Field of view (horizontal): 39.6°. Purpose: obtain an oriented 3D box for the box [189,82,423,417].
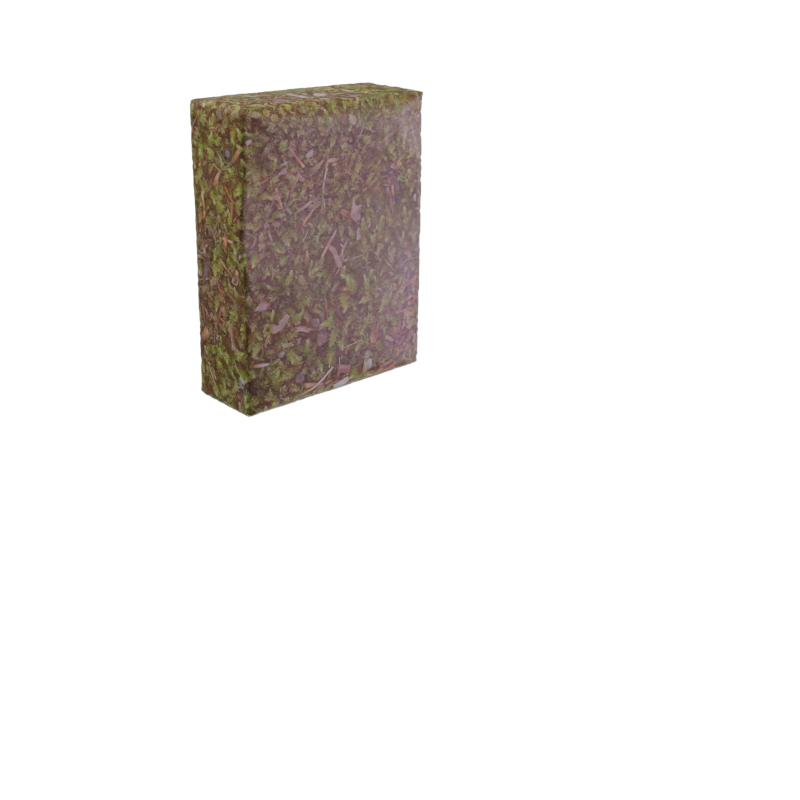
[{"bbox_3d":[-0.063,-0.114,0.799,0.161,0.206,0.076,-14,22,-39],"label":"box"}]
